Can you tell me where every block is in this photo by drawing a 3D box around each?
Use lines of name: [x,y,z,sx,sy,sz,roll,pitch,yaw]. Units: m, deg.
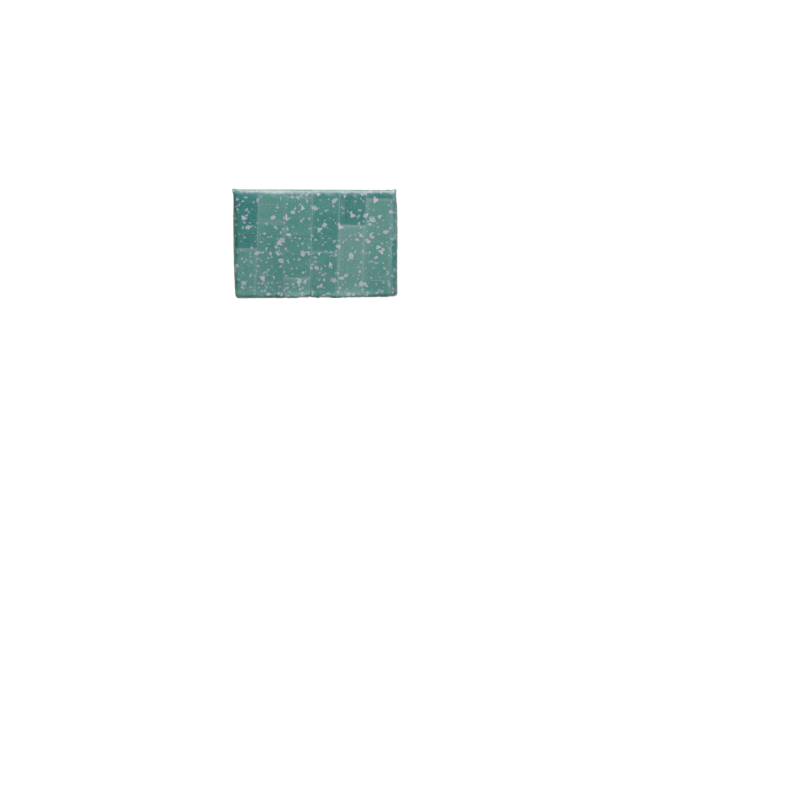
block: [-0.042,-0.076,0.533,0.077,0.051,0.054,-1,6,-6]
